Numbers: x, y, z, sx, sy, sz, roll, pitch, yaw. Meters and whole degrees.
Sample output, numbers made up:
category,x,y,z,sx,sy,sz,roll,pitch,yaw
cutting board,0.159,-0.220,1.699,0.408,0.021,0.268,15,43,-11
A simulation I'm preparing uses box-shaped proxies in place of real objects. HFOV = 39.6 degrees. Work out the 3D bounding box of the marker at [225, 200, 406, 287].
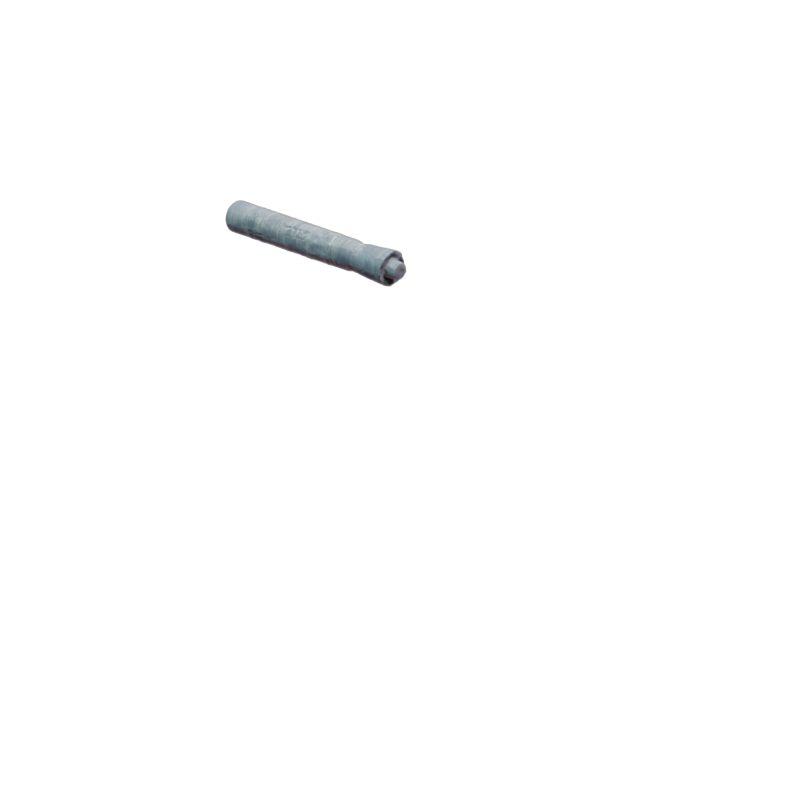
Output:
category,x,y,z,sx,sy,sz,roll,pitch,yaw
marker,-0.046,-0.083,0.584,0.128,0.019,0.019,24,18,39
